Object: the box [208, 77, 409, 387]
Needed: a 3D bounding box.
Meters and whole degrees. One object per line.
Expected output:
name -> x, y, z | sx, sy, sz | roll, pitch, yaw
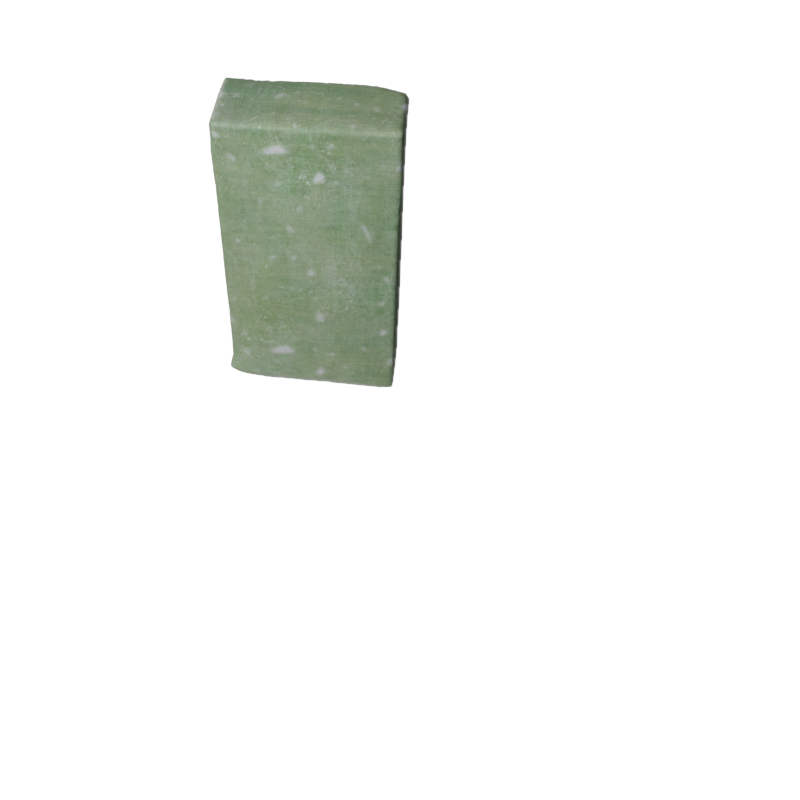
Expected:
box -> -0.045, -0.083, 0.578 | 0.094, 0.164, 0.051 | 7, 44, 3
